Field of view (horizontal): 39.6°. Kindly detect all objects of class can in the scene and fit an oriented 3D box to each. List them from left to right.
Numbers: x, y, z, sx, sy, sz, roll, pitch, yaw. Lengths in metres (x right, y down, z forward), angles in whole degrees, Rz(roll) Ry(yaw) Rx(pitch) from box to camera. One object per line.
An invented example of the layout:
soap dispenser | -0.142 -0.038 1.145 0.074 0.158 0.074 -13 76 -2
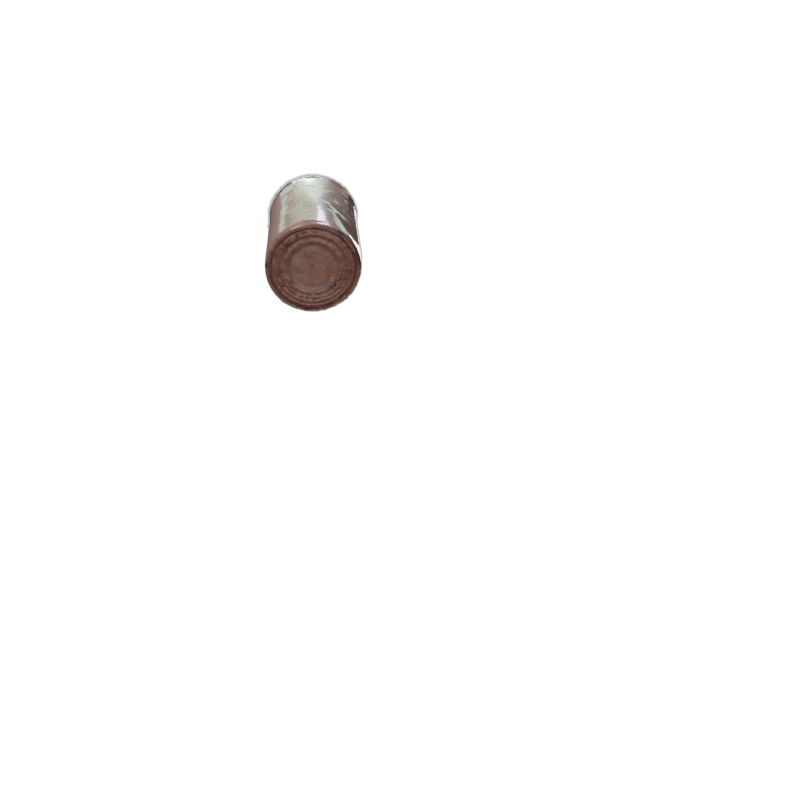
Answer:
can | -0.063 -0.114 0.802 0.068 0.065 0.108 0 27 -3
